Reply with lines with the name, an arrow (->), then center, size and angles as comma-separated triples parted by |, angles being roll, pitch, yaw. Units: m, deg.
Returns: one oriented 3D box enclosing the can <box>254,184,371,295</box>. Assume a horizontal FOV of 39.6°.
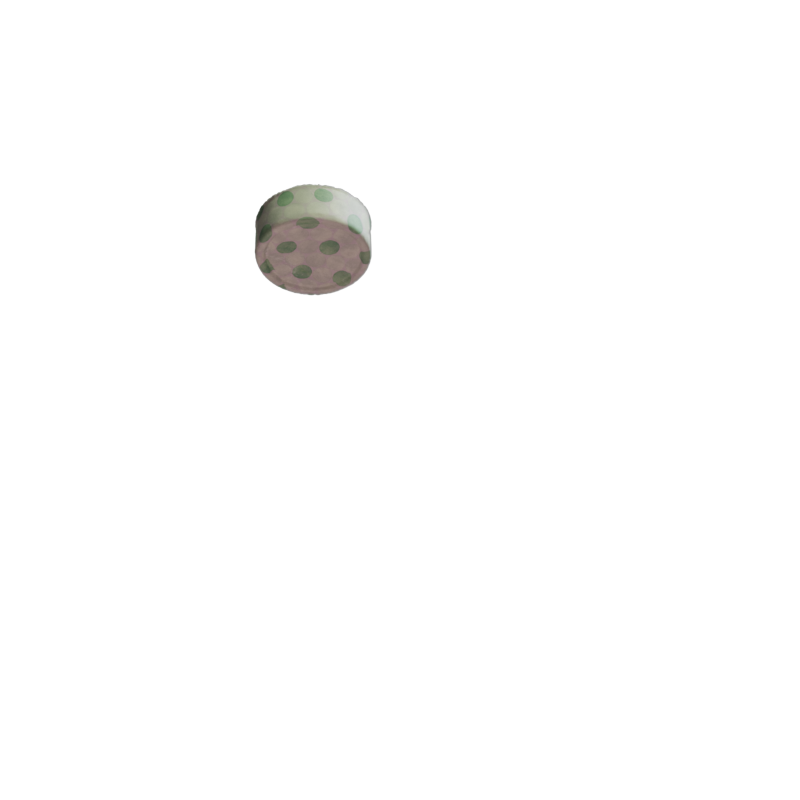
can -> -0.063, -0.115, 0.806 | 0.086, 0.036, 0.080 | 1, -38, -2
